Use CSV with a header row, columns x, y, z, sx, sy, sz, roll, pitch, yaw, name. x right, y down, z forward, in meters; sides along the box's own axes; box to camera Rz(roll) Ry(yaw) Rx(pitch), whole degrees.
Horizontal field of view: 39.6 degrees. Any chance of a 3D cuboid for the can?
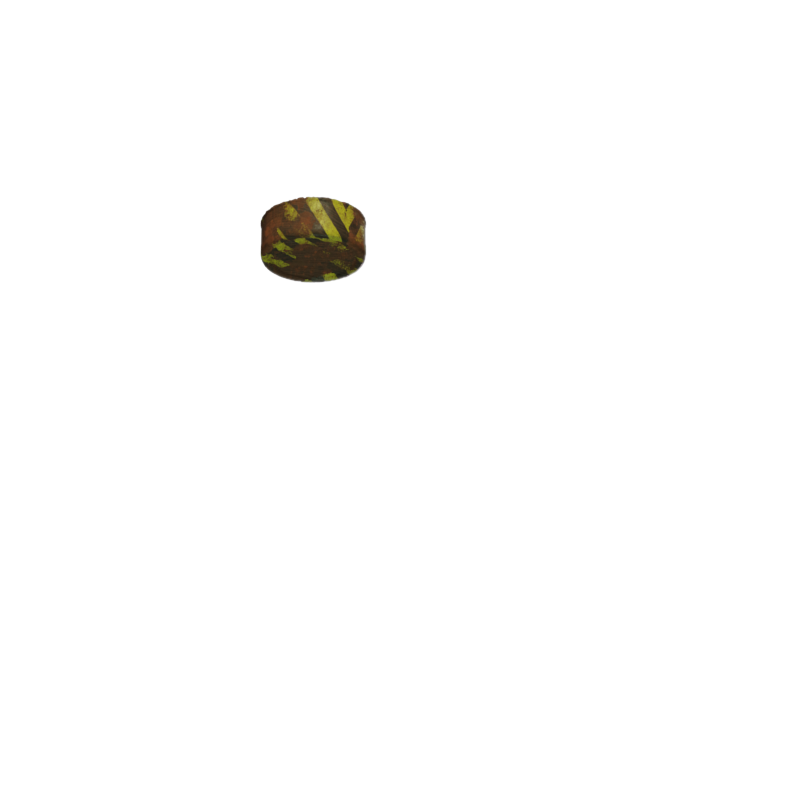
x,y,z,sx,sy,sz,roll,pitch,yaw,name
-0.070,-0.127,0.891,0.086,0.035,0.081,1,-23,-2,can
